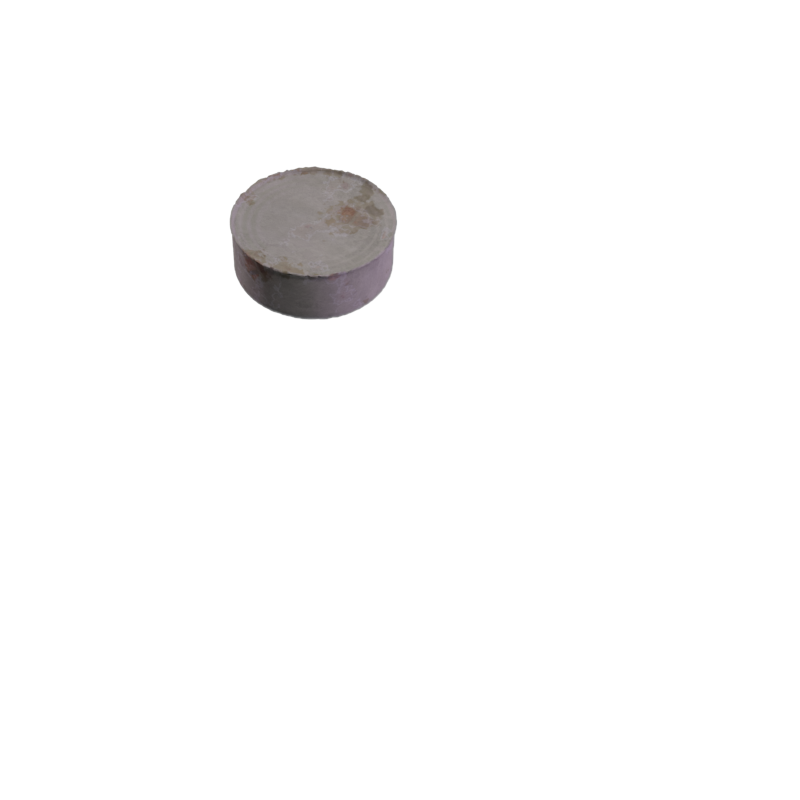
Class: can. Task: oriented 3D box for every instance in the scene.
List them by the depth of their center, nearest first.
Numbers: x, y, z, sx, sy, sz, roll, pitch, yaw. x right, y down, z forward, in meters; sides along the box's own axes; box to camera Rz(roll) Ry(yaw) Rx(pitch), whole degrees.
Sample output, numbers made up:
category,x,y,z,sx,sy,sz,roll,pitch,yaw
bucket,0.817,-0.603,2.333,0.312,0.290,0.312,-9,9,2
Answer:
category,x,y,z,sx,sy,sz,roll,pitch,yaw
can,-0.045,-0.083,0.578,0.086,0.092,0.031,-1,-44,-1
